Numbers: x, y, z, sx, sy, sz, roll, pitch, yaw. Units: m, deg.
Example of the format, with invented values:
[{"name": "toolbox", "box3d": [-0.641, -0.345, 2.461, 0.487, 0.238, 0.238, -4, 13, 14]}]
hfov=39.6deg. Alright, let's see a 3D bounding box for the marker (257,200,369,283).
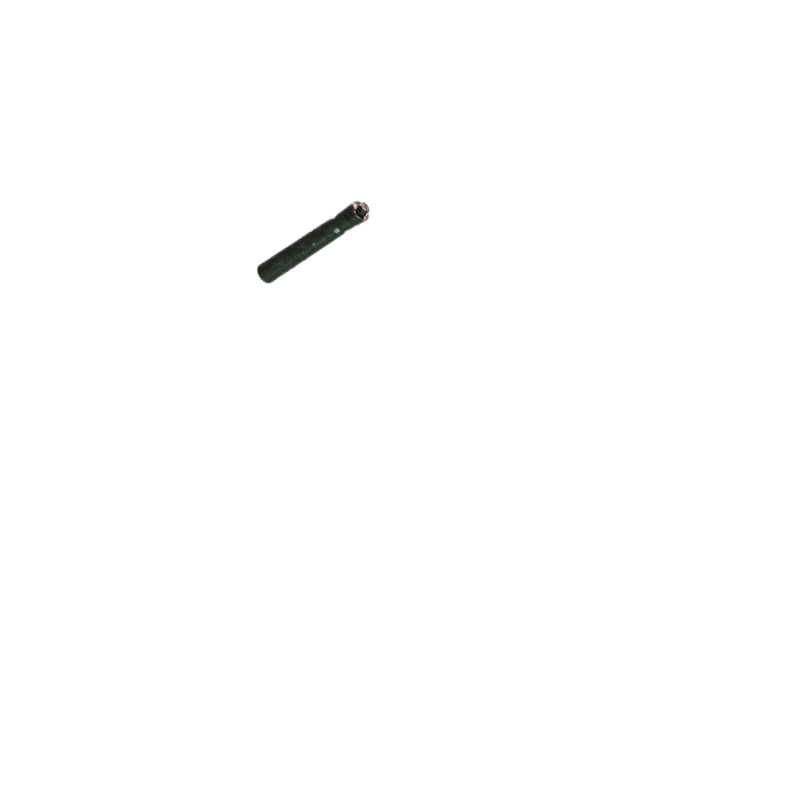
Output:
[{"name": "marker", "box3d": [-0.072, -0.131, 0.915, 0.121, 0.020, 0.019, -28, -13, 34]}]
